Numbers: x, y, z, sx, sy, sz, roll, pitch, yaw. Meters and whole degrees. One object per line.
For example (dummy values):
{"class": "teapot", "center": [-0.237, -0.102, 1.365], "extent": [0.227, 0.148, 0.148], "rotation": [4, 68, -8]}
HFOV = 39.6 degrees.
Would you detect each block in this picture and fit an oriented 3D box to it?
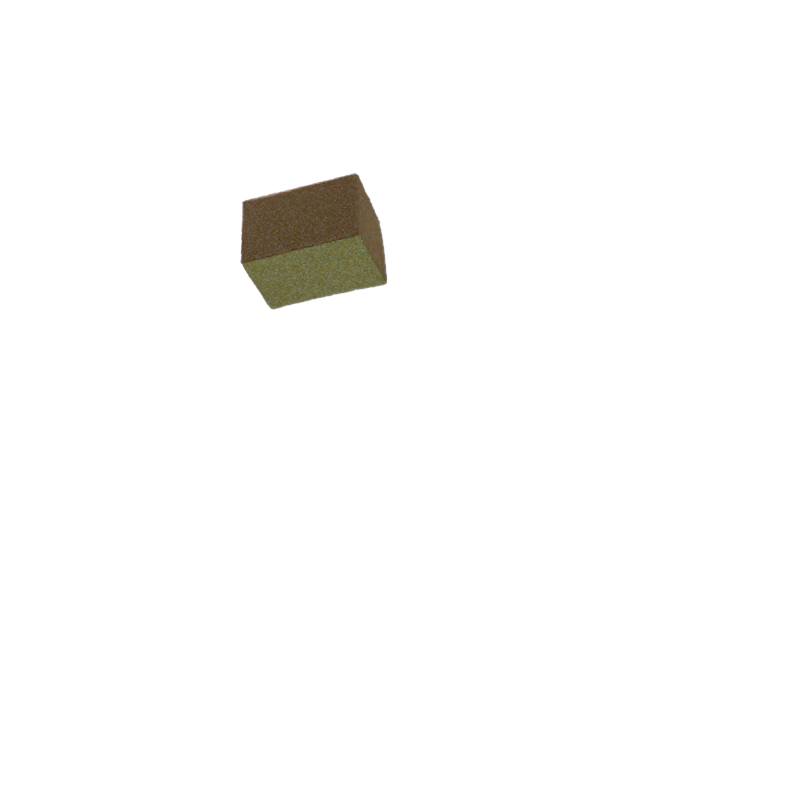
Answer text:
{"class": "block", "center": [-0.053, -0.097, 0.681], "extent": [0.079, 0.055, 0.049], "rotation": [-11, -36, 14]}
